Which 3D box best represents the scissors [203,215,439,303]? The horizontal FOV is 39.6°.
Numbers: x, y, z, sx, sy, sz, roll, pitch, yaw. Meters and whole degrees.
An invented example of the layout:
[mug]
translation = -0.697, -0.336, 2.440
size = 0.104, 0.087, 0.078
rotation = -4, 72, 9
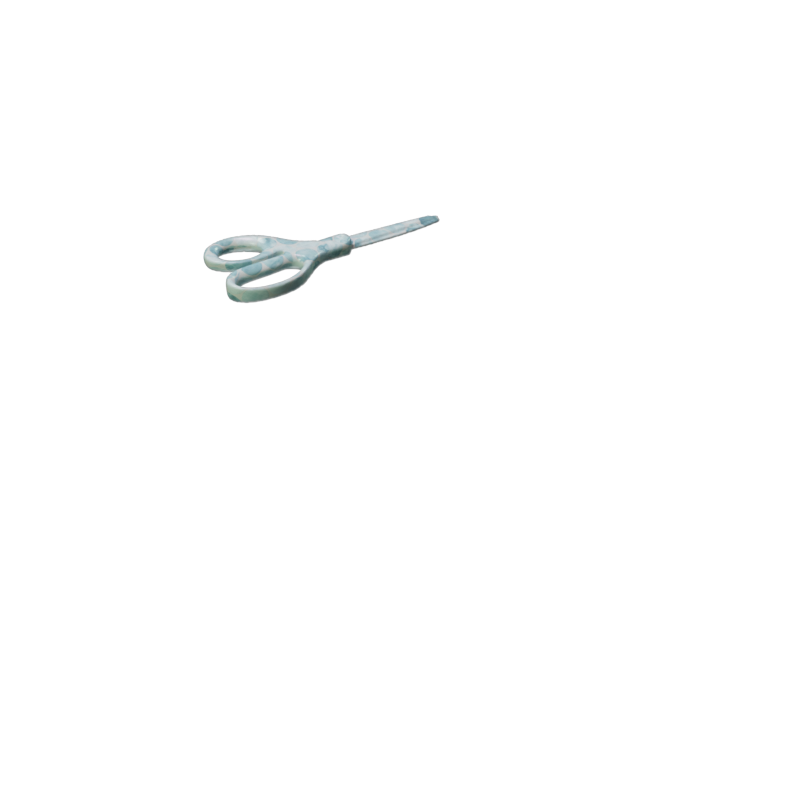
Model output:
[scissors]
translation = -0.068, -0.123, 0.864
size = 0.102, 0.015, 0.202
rotation = 24, 39, 33
